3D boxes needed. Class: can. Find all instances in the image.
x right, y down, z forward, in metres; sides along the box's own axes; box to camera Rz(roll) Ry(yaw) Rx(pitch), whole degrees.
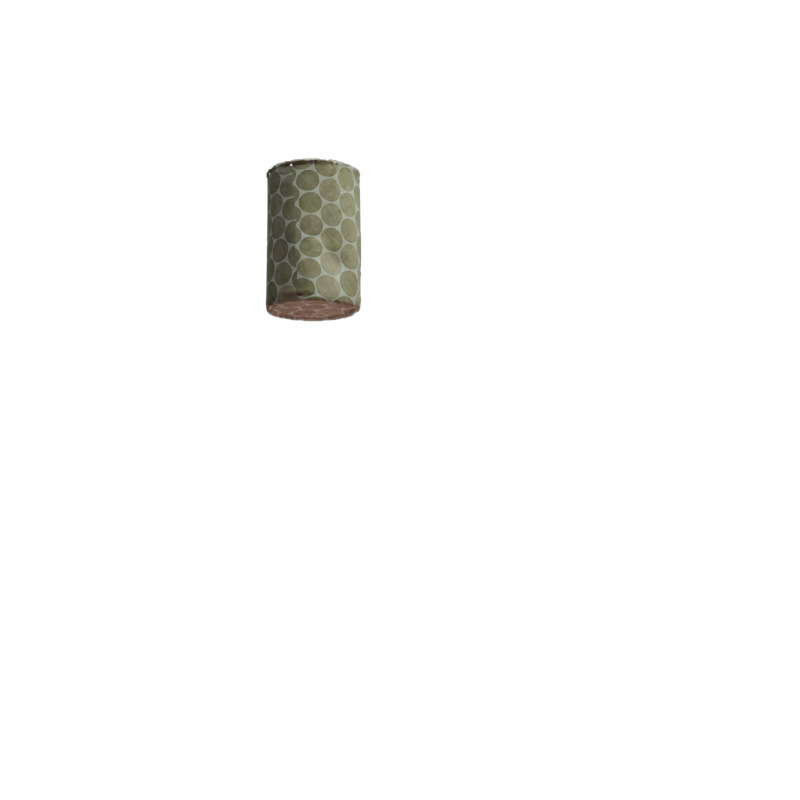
[{"bbox_3d":[-0.062,-0.112,0.787,0.068,0.106,0.066,0,-13,-2],"label":"can"}]
